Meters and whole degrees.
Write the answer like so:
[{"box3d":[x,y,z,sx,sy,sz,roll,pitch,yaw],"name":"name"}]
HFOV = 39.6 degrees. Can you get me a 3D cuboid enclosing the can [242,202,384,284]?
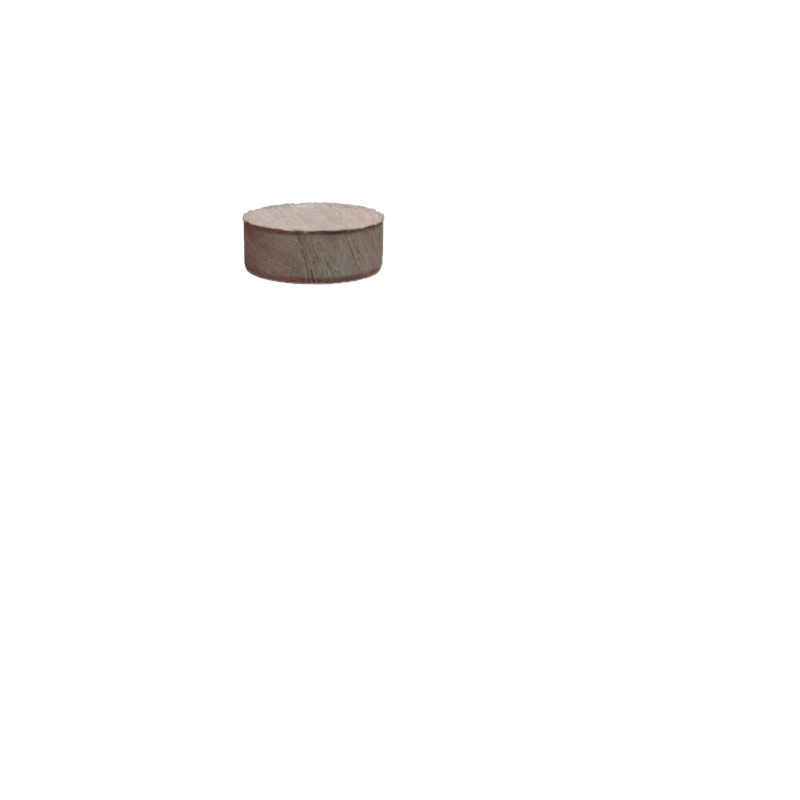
[{"box3d":[-0.053,-0.096,0.673,0.086,0.032,0.089,-1,19,-2],"name":"can"}]
